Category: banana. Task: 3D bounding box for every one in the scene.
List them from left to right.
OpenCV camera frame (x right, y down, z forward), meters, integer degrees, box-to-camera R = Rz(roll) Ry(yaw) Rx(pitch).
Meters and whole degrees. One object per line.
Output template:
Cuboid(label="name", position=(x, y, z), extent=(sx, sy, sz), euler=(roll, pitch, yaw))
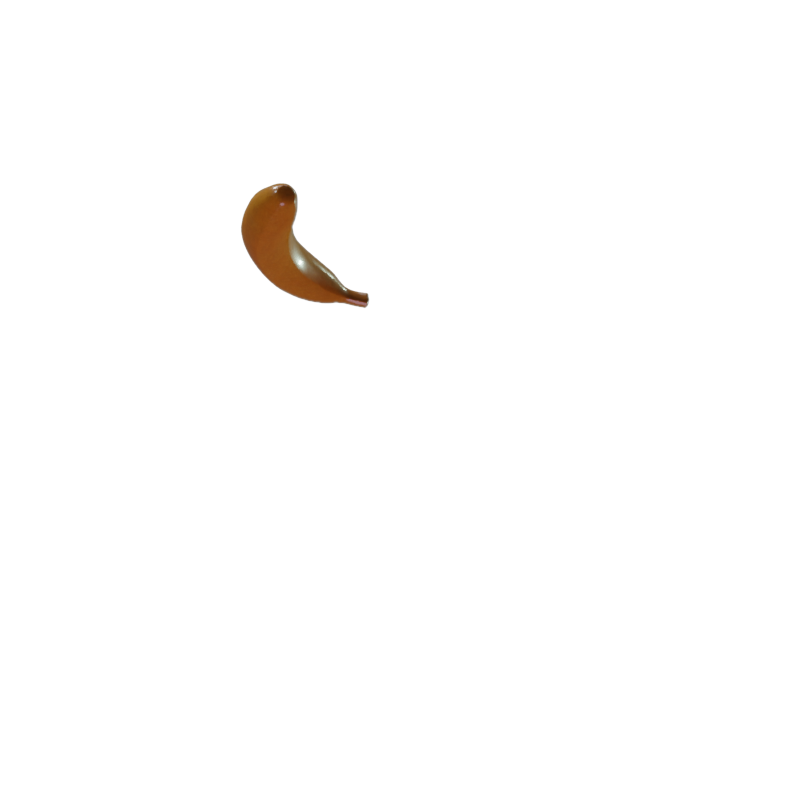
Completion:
Cuboid(label="banana", position=(-0.081, -0.114, 0.829), extent=(0.071, 0.038, 0.185), euler=(-5, -18, 15))
